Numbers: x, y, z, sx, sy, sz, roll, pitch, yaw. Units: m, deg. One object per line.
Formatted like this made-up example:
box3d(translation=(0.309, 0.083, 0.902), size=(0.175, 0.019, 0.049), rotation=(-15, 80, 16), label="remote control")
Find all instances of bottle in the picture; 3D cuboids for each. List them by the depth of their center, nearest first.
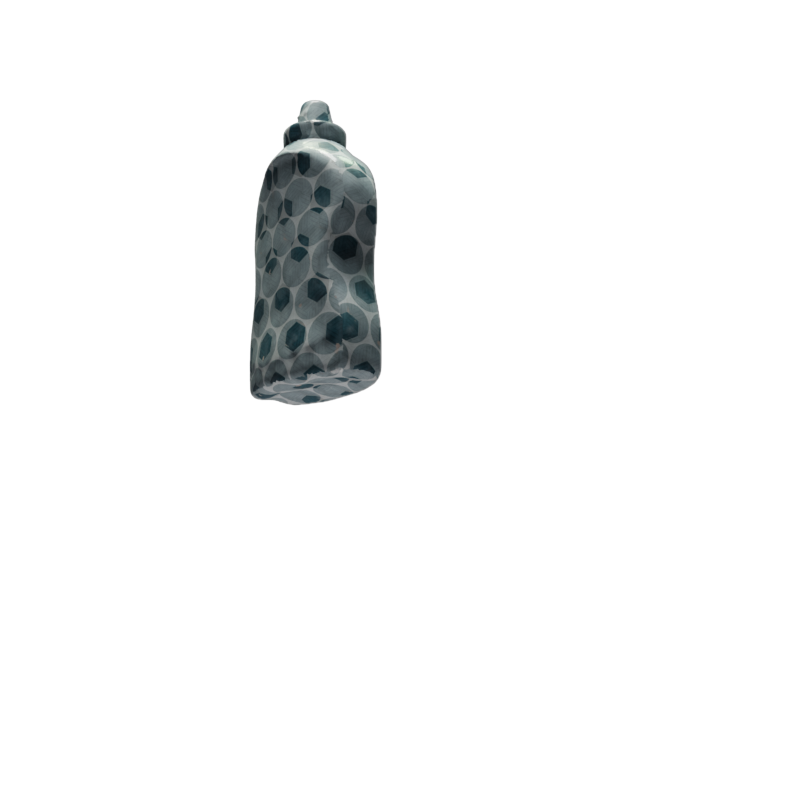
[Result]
box3d(translation=(-0.054, -0.099, 0.693), size=(0.055, 0.201, 0.097), rotation=(13, -23, -36), label="bottle")
